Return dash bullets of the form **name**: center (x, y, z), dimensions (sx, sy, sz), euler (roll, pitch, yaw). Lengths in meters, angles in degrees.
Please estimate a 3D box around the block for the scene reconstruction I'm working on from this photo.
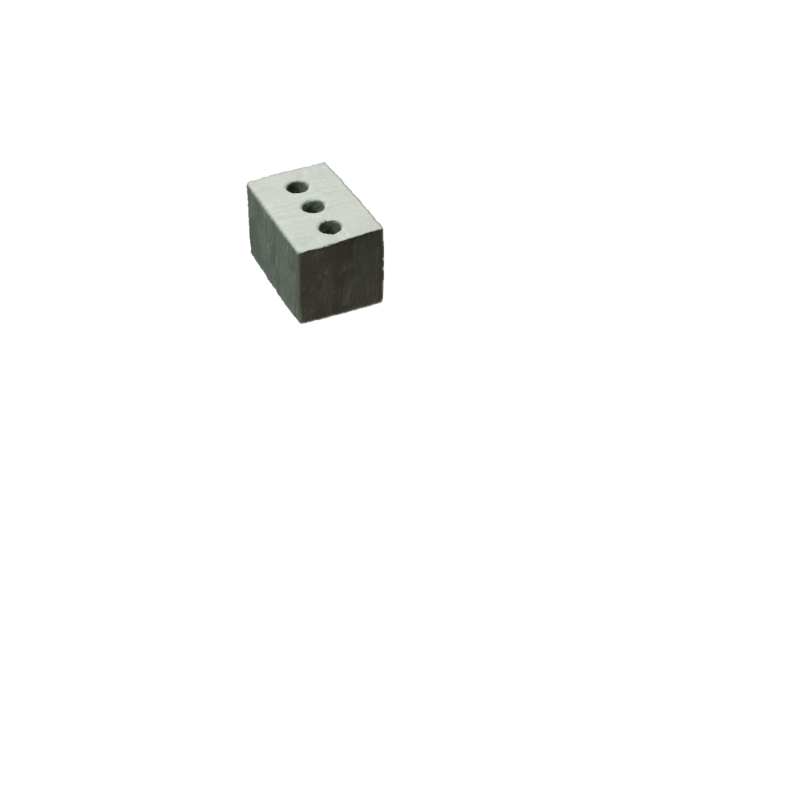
- **block**: center (-0.049, -0.090, 0.632), dimensions (0.052, 0.048, 0.084), euler (-17, 44, -21)
